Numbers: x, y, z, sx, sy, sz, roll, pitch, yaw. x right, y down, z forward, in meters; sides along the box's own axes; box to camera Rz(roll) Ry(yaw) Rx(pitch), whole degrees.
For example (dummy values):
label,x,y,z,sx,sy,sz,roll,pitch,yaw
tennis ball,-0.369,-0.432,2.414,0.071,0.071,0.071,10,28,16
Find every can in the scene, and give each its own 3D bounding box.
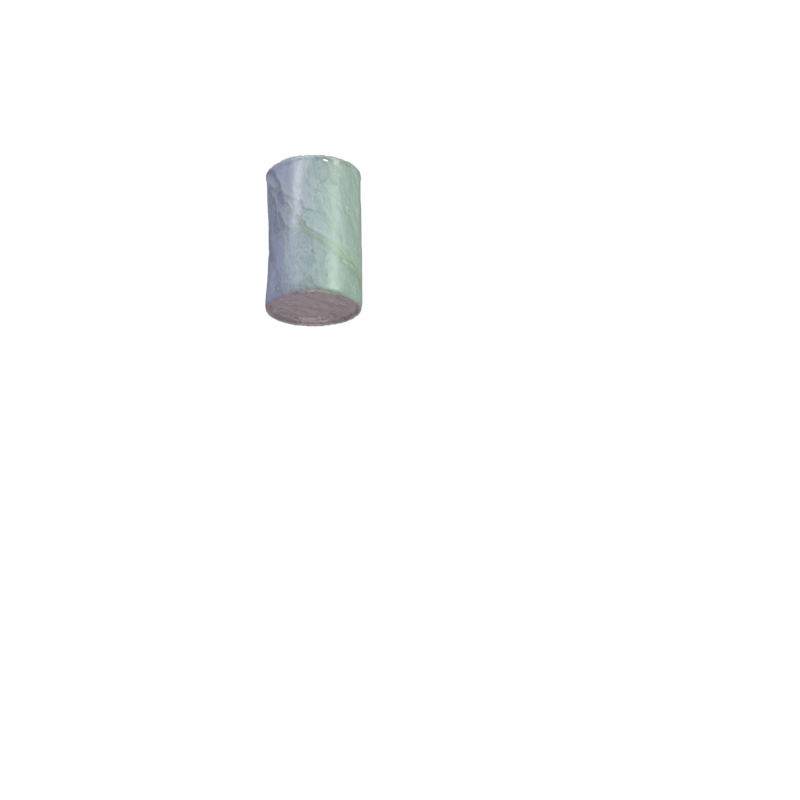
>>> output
label,x,y,z,sx,sy,sz,roll,pitch,yaw
can,-0.060,-0.110,0.769,0.068,0.108,0.065,0,-22,-2
